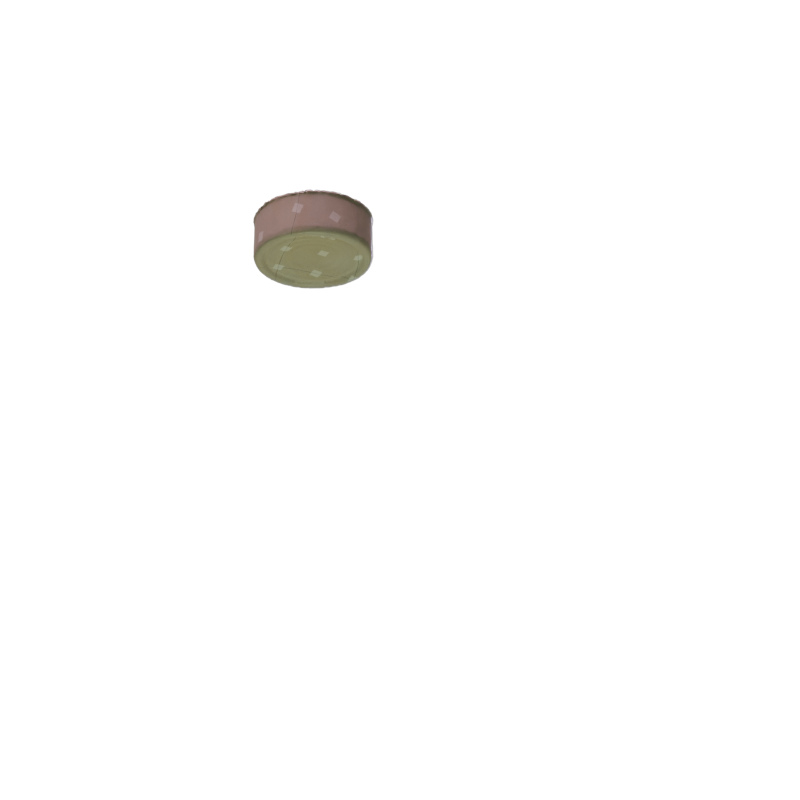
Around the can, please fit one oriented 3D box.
[{"bbox_3d":[-0.062,-0.112,0.787,0.086,0.036,0.081,1,-24,-2],"label":"can"}]
